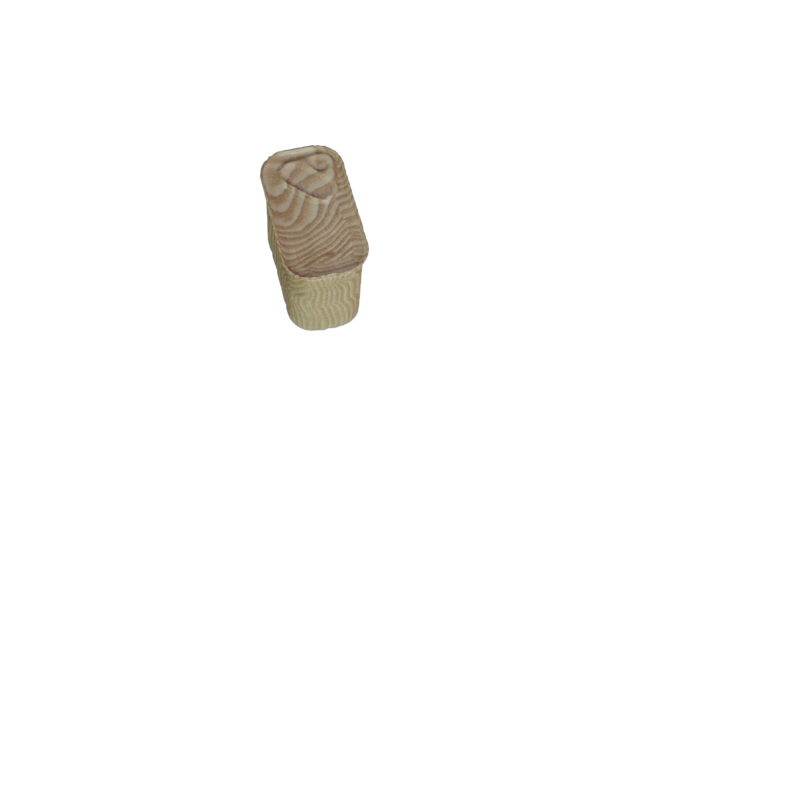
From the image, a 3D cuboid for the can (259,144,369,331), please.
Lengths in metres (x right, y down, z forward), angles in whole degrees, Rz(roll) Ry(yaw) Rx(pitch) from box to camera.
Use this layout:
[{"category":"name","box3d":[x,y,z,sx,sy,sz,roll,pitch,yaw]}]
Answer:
[{"category":"can","box3d":[-0.060,-0.109,0.759,0.057,0.109,0.079,-12,-26,-9]}]
